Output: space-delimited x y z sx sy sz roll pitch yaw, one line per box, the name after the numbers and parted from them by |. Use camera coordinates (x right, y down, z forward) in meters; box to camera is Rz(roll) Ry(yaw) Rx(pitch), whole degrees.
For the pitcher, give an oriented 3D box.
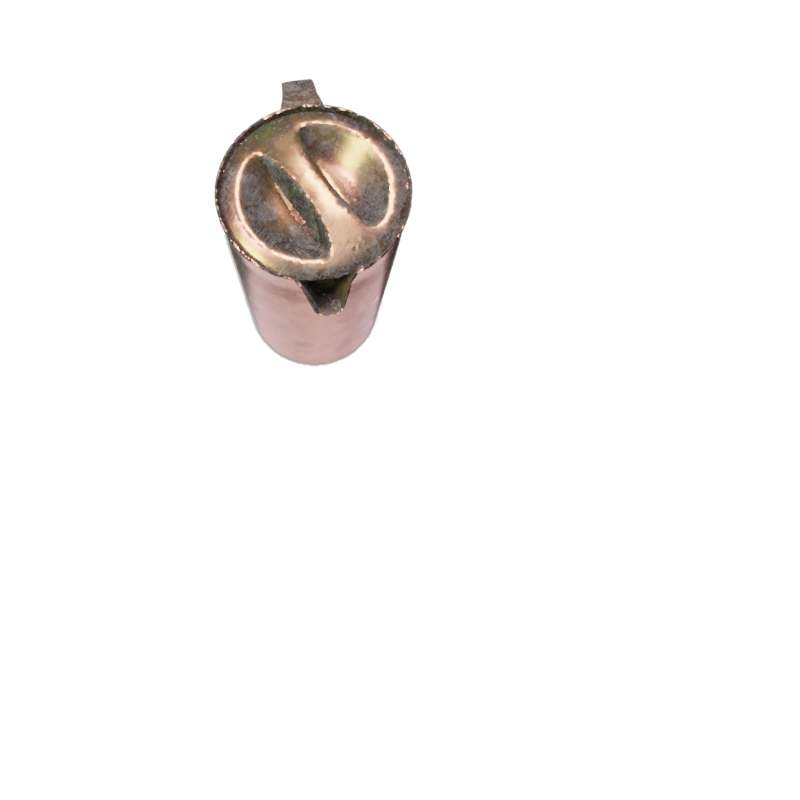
-0.067 -0.122 0.853 0.149 0.152 0.232 35 -16 8 | pitcher
